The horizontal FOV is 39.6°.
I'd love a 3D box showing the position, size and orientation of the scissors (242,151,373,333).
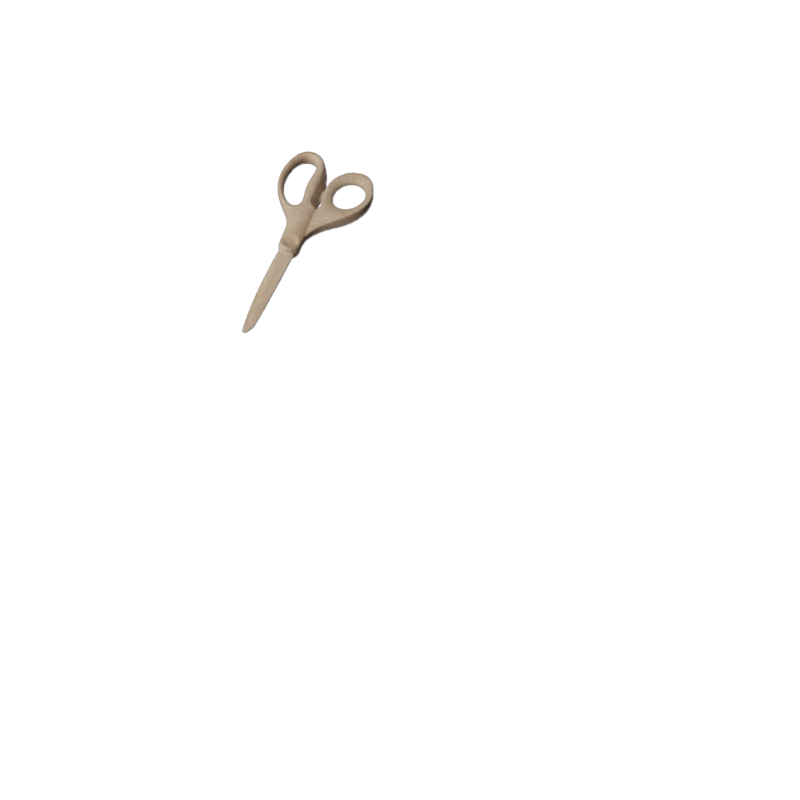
[{"bbox_3d":[-0.075,-0.137,0.962,0.097,0.215,0.015,3,-36,2],"label":"scissors"}]
